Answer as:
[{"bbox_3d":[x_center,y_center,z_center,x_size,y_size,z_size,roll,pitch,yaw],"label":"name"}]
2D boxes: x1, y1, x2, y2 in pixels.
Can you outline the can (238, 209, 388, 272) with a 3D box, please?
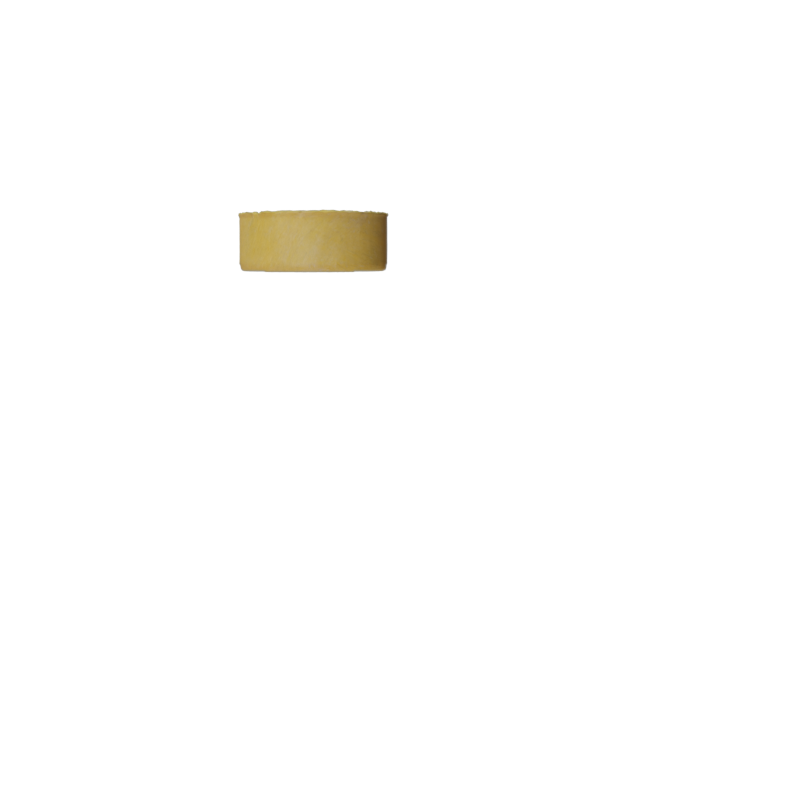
[{"bbox_3d":[-0.050,-0.090,0.633,0.086,0.033,0.087,0,7,-2],"label":"can"}]
